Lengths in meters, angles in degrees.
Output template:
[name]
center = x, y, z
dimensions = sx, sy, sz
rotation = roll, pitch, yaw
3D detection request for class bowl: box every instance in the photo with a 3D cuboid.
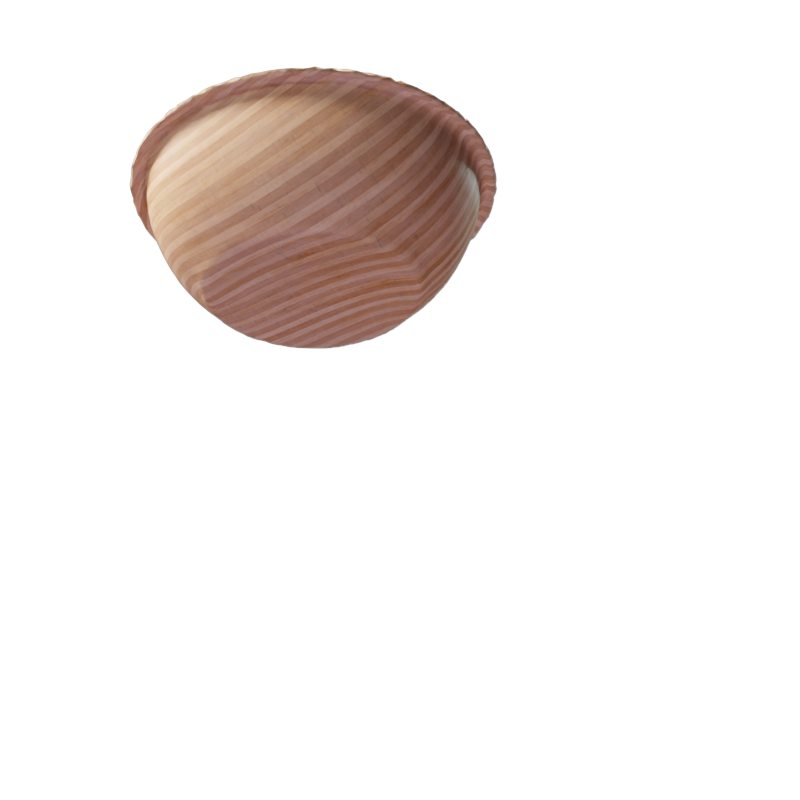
[bowl]
center = -0.037, -0.068, 0.478
dimensions = 0.162, 0.059, 0.152
rotation = 1, -31, -2
